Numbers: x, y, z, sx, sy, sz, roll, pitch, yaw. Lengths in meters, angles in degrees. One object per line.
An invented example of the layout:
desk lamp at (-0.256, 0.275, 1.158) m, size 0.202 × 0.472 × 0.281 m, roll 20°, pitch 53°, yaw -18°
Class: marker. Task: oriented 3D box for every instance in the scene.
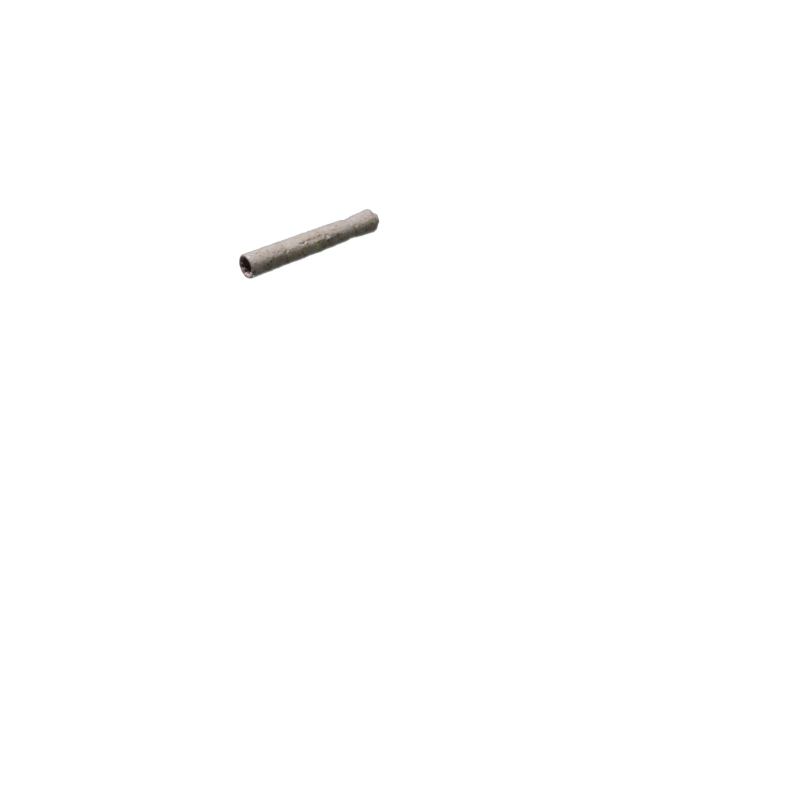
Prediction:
marker at (-0.064, -0.118, 0.824) m, size 0.120 × 0.019 × 0.021 m, roll -26°, pitch 18°, yaw -32°
